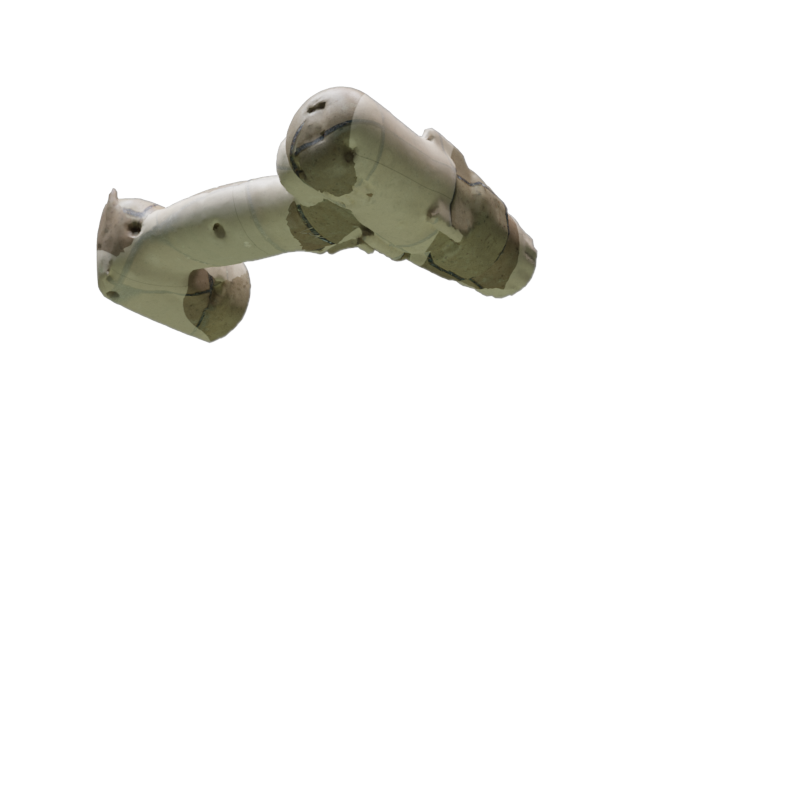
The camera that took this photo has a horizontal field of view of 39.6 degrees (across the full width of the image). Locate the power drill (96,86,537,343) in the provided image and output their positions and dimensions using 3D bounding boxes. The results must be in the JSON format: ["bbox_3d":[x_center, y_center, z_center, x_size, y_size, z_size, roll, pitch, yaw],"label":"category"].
[{"bbox_3d":[-0.044,-0.080,0.560,0.190,0.061,0.172,-14,-26,31],"label":"power drill"}]
